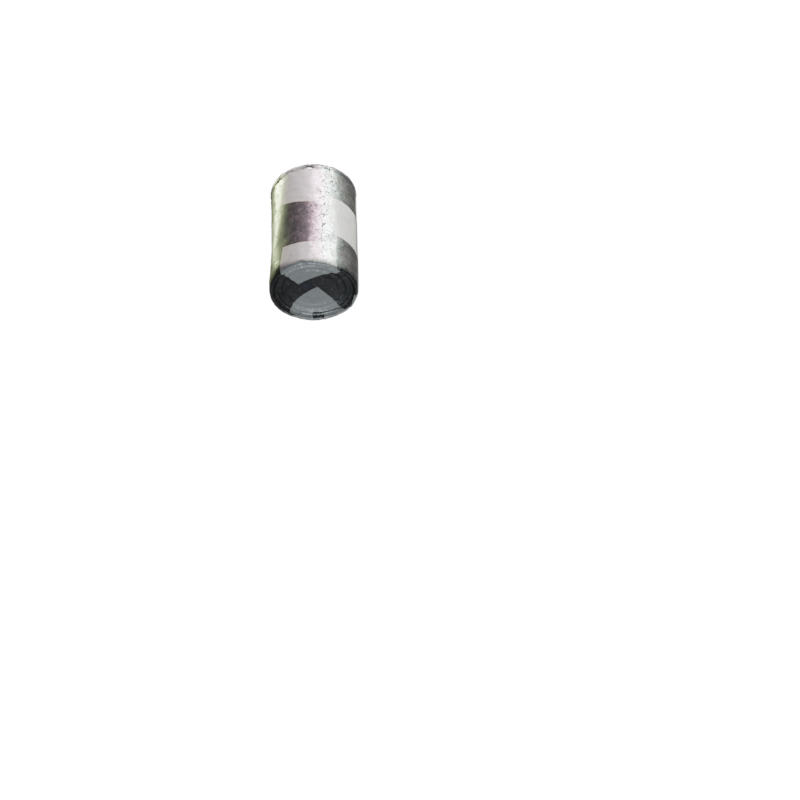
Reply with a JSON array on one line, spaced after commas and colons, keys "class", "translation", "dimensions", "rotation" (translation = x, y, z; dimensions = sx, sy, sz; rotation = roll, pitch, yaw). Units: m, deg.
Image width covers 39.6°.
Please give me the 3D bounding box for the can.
[{"class": "can", "translation": [-0.066, -0.120, 0.843], "dimensions": [0.068, 0.110, 0.064], "rotation": [-1, -39, -3]}]
